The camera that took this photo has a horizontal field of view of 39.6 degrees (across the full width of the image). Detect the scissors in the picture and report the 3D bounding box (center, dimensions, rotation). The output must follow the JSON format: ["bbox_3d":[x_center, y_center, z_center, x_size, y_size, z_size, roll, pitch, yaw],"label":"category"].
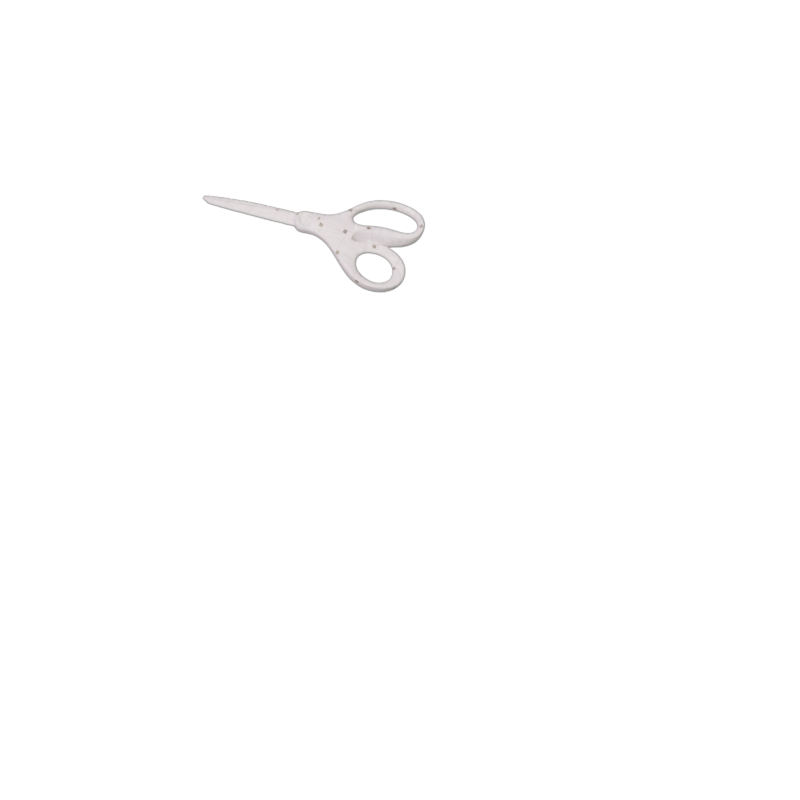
[{"bbox_3d":[-0.078,-0.142,0.997,0.201,0.101,0.015,-1,-23,0],"label":"scissors"}]
